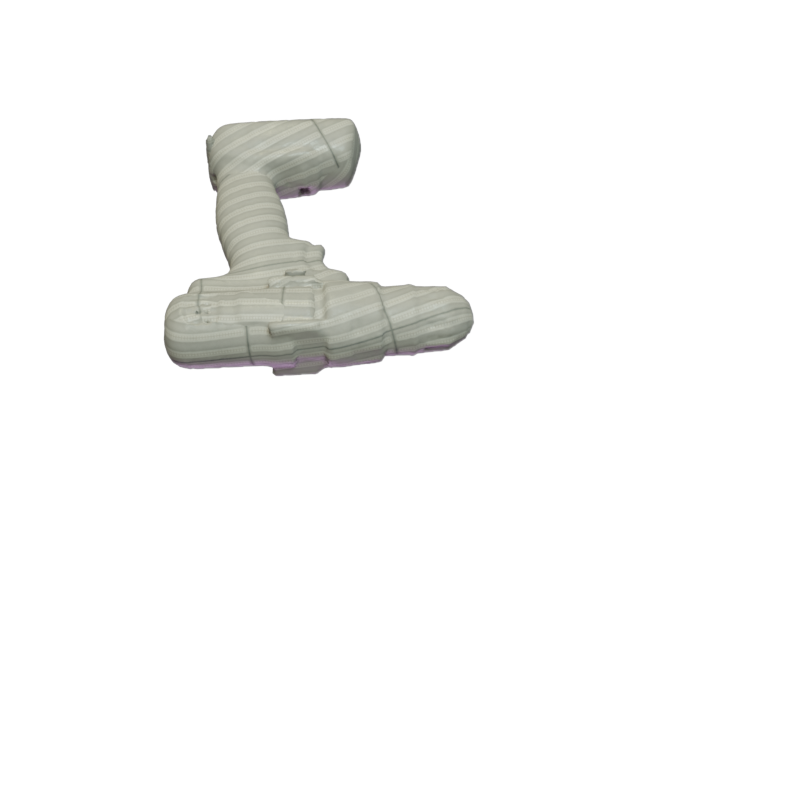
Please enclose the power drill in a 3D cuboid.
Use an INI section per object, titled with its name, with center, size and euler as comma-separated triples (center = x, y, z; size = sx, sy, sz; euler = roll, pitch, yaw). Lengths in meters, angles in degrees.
[power drill]
center = -0.055, -0.101, 0.708
size = 0.184, 0.202, 0.053
euler = -3, -41, -3
